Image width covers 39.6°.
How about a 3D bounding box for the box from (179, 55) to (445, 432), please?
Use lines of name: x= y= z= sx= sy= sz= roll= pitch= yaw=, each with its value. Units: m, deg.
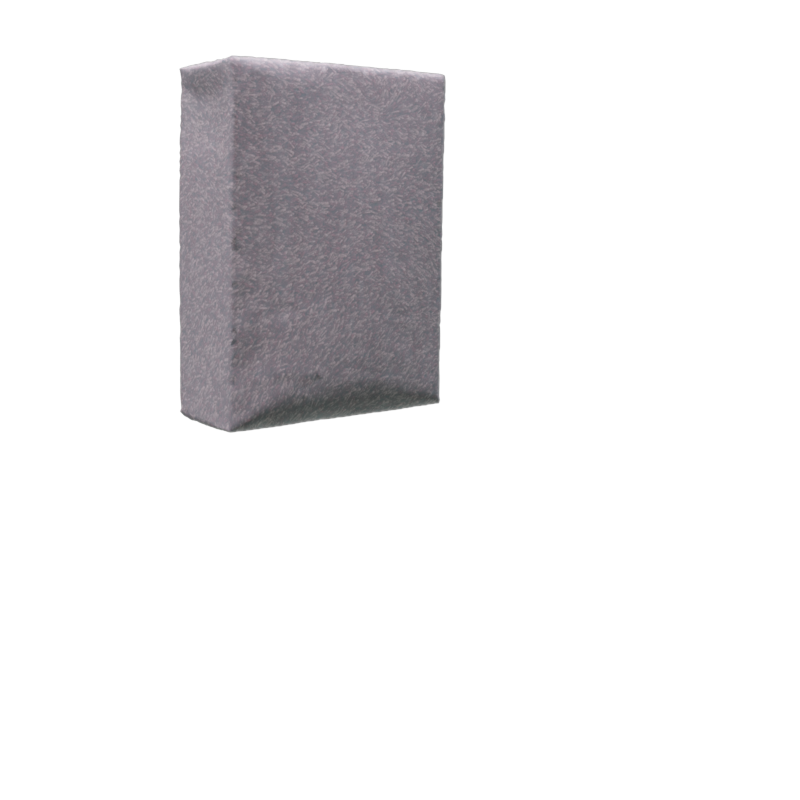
box: x=-0.054 y=-0.098 z=0.689 sx=0.159 sy=0.212 sz=0.075 roll=-4 pitch=5 yaw=-38
